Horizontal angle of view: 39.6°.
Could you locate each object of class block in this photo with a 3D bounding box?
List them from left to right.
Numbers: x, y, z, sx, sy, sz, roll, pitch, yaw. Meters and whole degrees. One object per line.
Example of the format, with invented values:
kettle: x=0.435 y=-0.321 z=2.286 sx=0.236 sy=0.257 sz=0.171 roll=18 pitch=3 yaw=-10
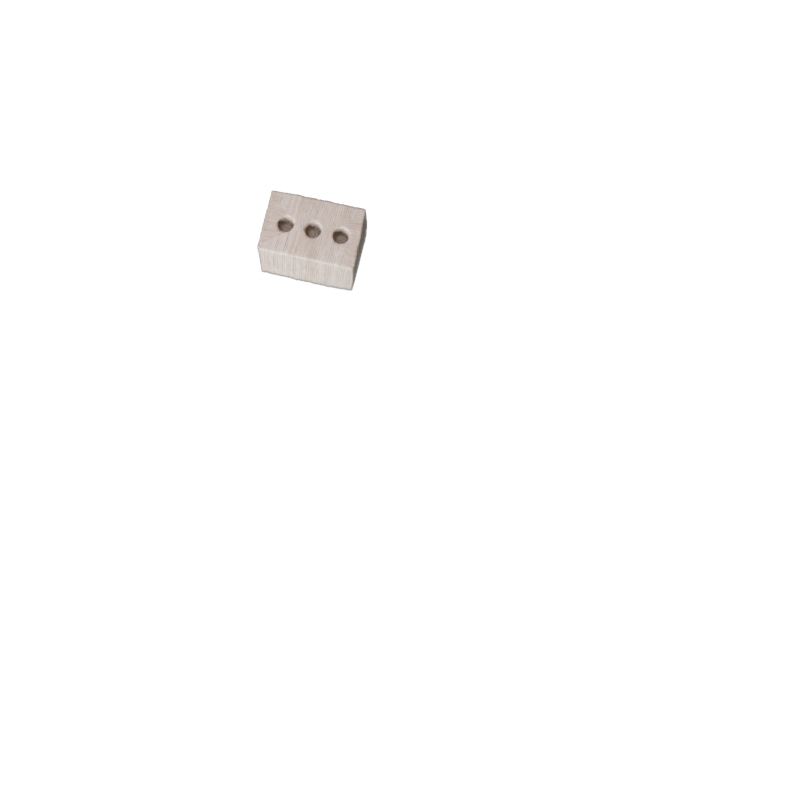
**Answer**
block: x=-0.068 y=-0.125 z=0.874 sx=0.078 sy=0.055 sz=0.049 roll=11 pitch=-19 yaw=3
